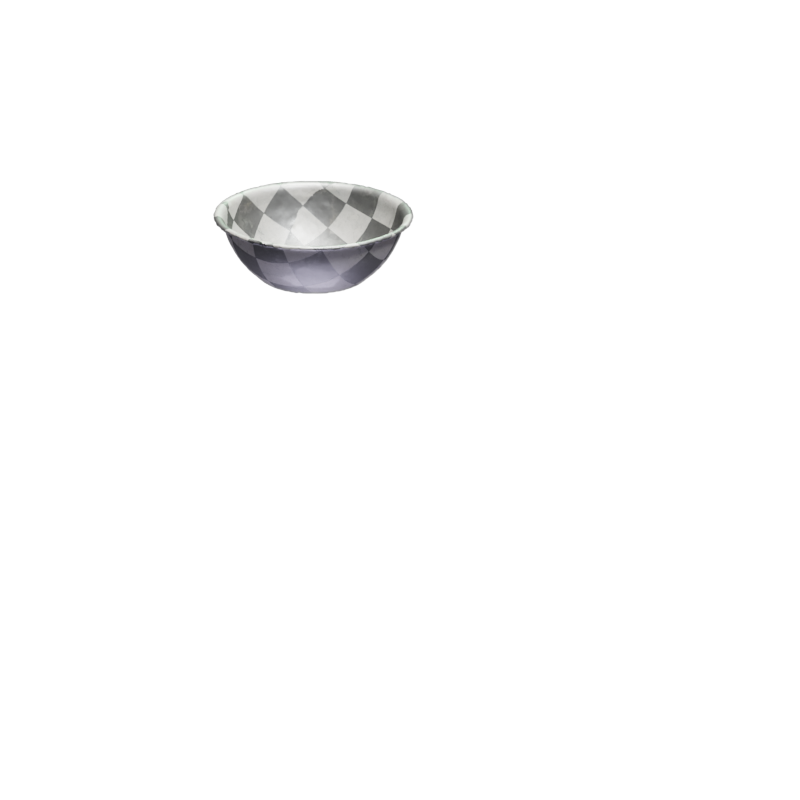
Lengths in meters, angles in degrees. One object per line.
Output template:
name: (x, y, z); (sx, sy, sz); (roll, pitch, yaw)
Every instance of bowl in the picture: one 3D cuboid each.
bowl: (-0.071, -0.129, 0.906); (0.162, 0.052, 0.171); (-1, 27, -2)
